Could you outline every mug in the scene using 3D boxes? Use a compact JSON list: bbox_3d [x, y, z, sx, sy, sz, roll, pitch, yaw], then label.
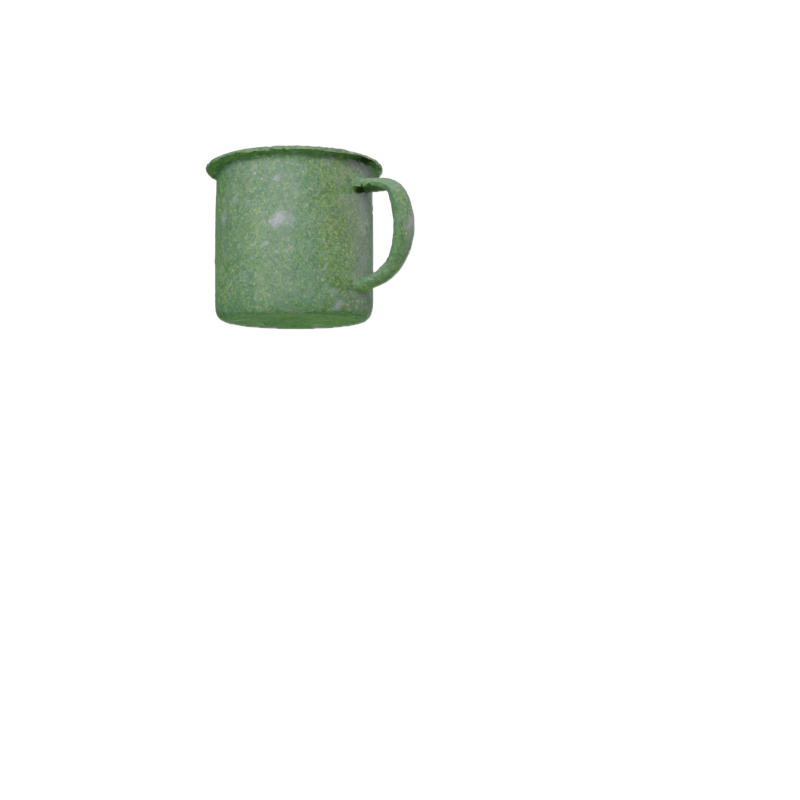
[{"bbox_3d":[-0.045,-0.081,0.569,0.120,0.083,0.089,-3,-7,31],"label":"mug"}]
